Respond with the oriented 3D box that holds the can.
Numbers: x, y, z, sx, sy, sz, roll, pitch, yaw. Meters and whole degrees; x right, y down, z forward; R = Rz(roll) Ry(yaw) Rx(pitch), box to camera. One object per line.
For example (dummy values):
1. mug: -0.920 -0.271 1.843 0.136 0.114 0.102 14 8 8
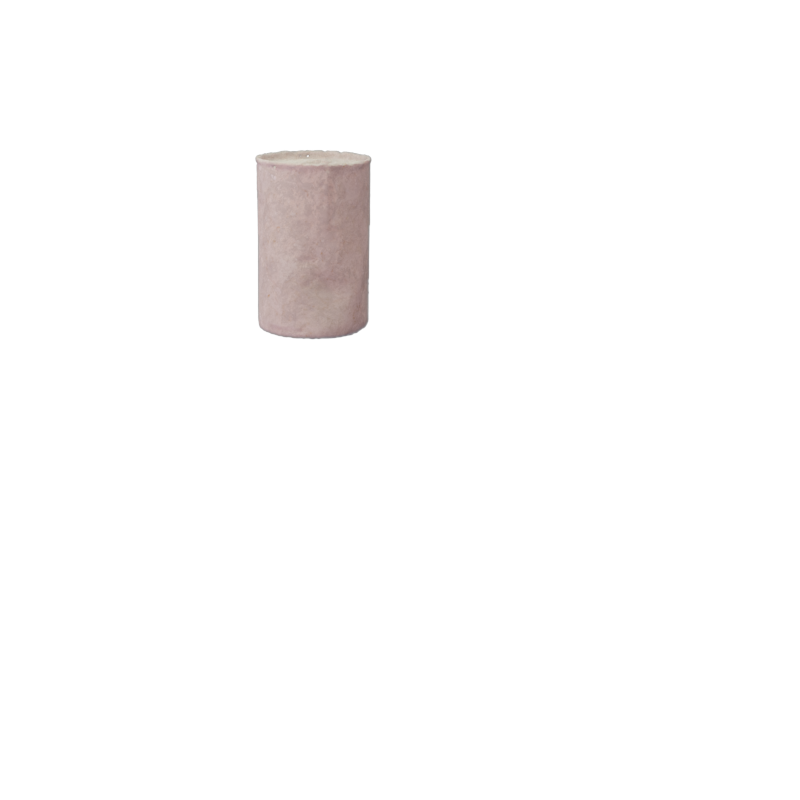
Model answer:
1. can: -0.051 -0.094 0.657 0.068 0.099 0.071 0 14 -2
